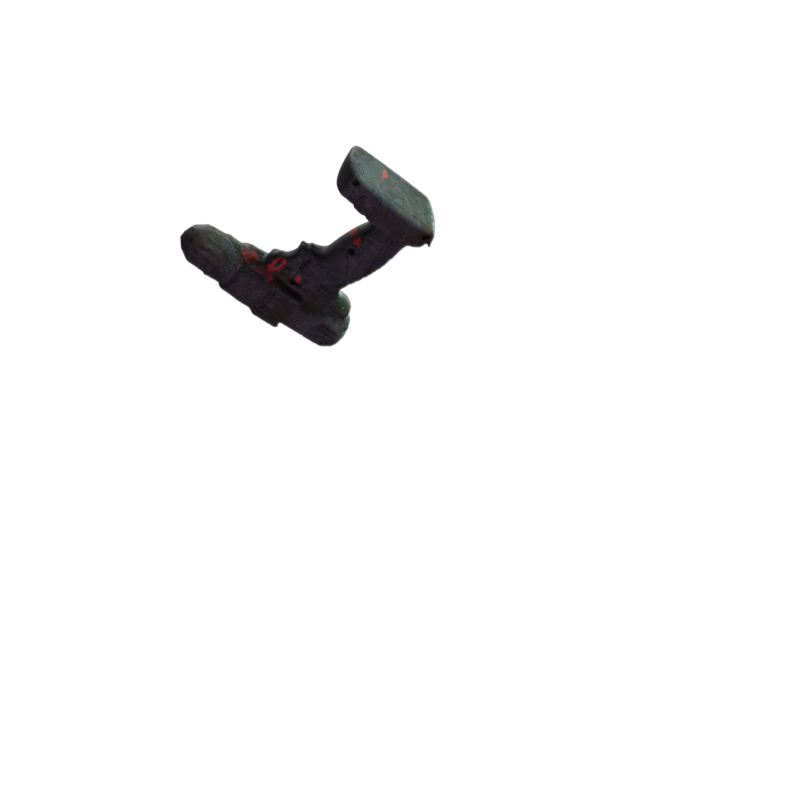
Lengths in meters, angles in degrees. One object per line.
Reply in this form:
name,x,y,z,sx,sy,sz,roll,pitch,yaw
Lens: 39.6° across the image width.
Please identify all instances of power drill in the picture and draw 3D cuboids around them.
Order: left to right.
power drill,-0.077,-0.141,0.987,0.174,0.062,0.185,32,-52,-30
